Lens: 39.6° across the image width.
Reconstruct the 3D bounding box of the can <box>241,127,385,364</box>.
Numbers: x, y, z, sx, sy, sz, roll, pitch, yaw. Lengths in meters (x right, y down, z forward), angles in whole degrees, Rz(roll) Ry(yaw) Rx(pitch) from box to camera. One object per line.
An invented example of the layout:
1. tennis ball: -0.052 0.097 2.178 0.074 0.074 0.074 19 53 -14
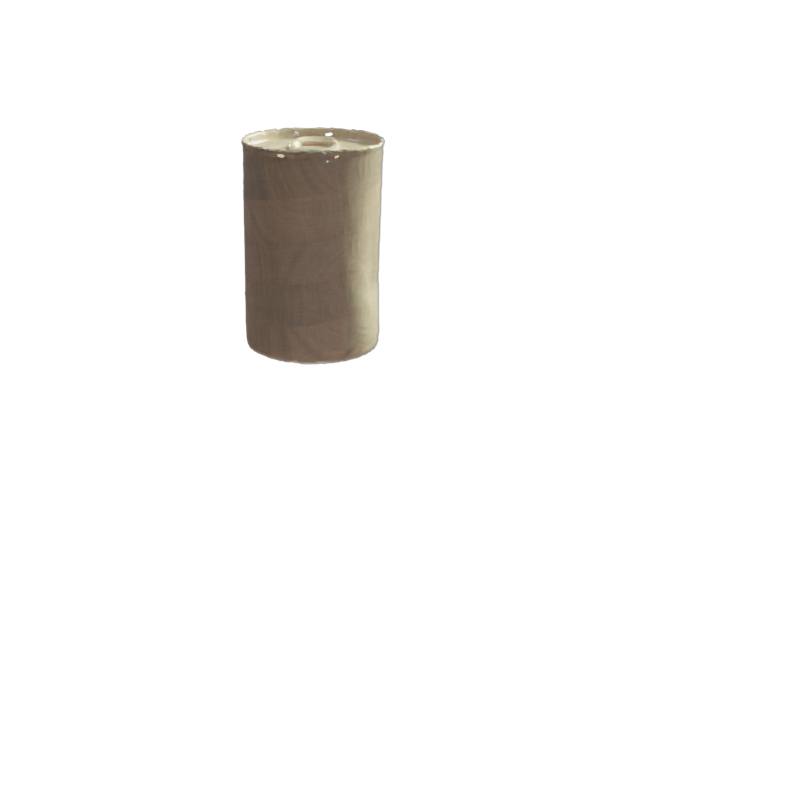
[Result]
1. can: -0.042 -0.077 0.536 0.068 0.098 0.071 0 18 -2
